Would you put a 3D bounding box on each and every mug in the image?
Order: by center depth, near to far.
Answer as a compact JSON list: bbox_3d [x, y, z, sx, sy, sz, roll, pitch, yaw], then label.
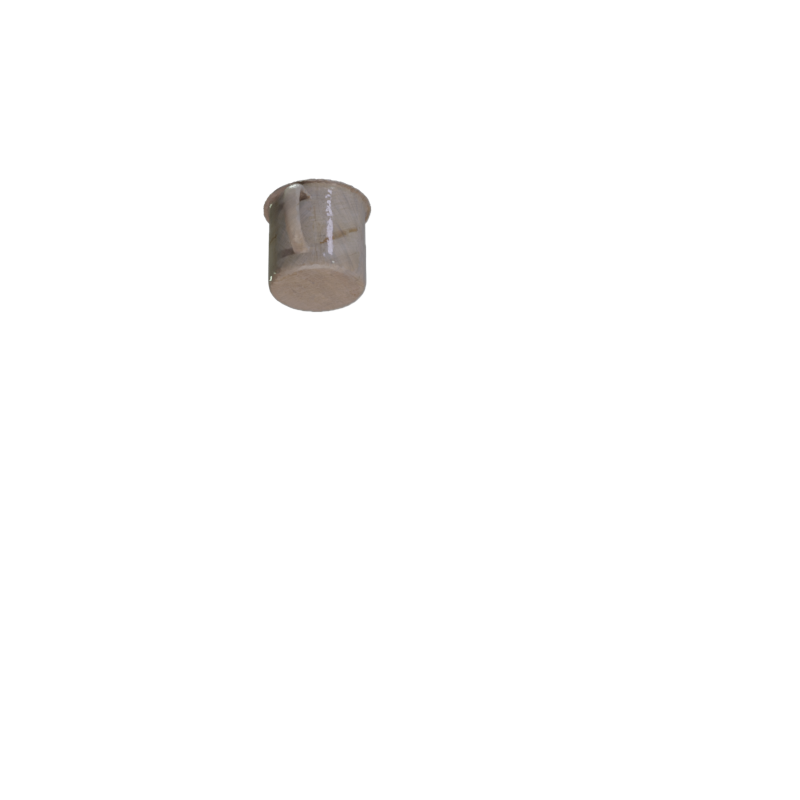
[{"bbox_3d":[-0.072,-0.132,0.923,0.094,0.087,0.109,-7,-29,11],"label":"mug"}]
